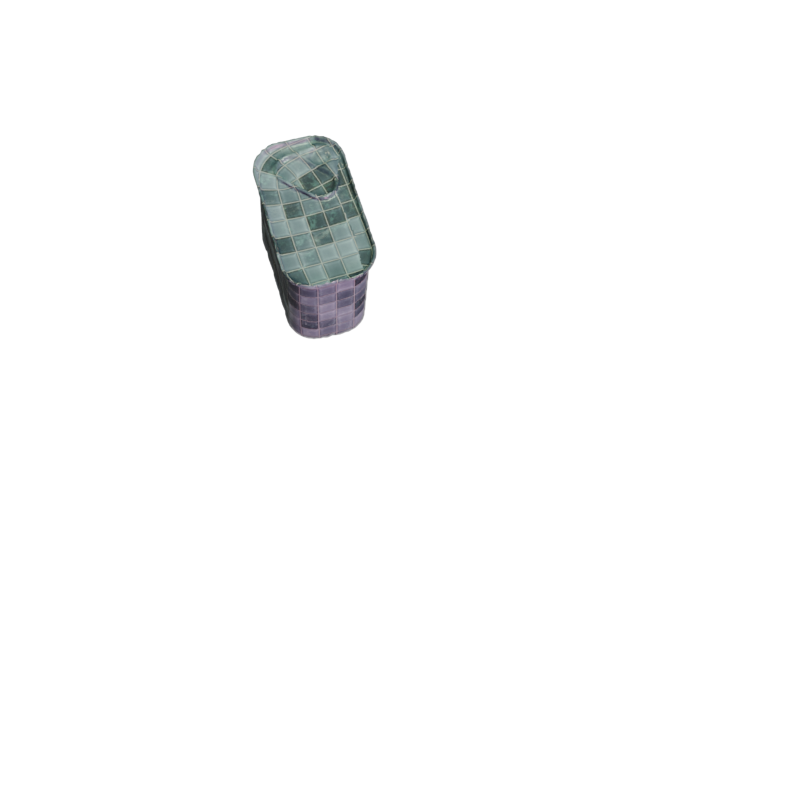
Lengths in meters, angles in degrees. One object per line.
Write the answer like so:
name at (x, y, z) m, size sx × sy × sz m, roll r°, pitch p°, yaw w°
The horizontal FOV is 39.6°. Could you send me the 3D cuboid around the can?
can at (-0.054, -0.099, 0.691) m, size 0.057 × 0.108 × 0.079 m, roll -14°, pitch -24°, yaw -9°
